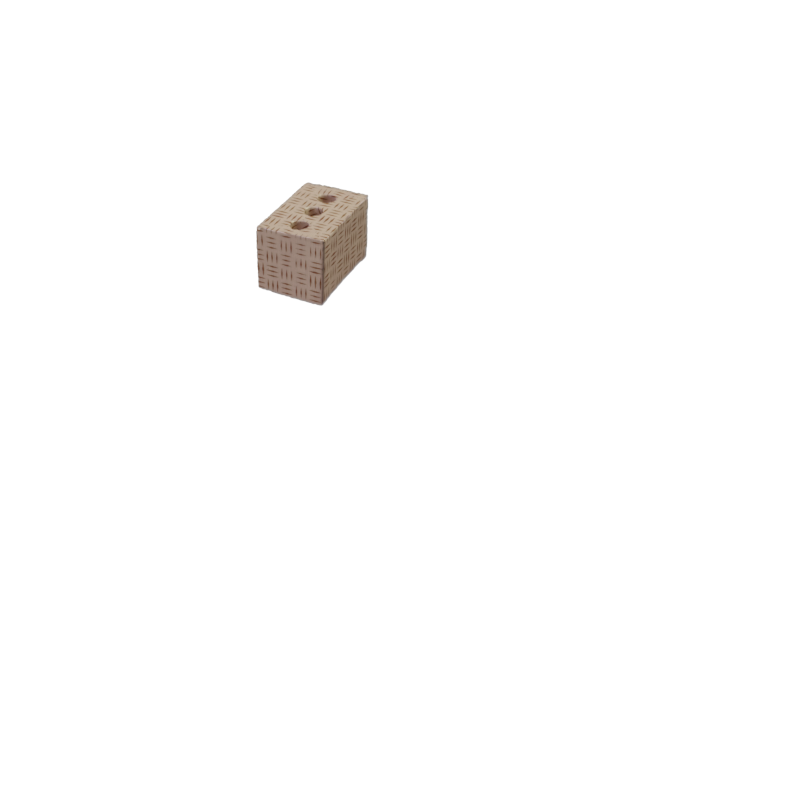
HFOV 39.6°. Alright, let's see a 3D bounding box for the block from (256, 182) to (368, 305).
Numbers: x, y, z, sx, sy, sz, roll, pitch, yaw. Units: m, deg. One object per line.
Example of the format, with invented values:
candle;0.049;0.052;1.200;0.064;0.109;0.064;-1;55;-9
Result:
block;-0.062;-0.113;0.788;0.055;0.048;0.080;14;37;18
